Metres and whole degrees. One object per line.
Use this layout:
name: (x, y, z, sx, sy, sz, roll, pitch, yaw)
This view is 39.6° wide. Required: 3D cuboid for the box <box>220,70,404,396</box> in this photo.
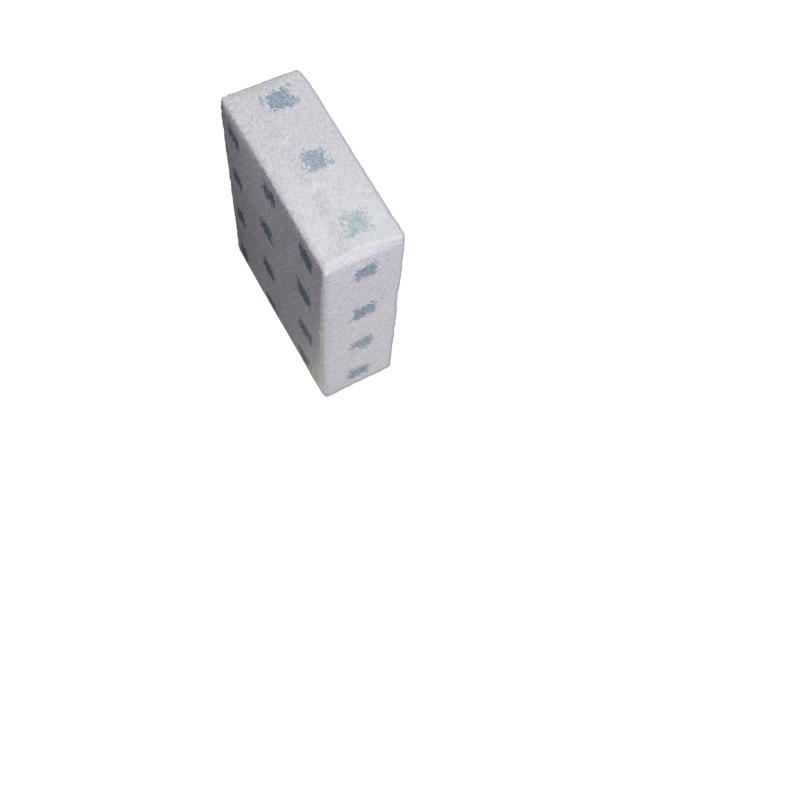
box: (-0.066, -0.121, 0.848, 0.072, 0.174, 0.202, -25, -22, -14)
